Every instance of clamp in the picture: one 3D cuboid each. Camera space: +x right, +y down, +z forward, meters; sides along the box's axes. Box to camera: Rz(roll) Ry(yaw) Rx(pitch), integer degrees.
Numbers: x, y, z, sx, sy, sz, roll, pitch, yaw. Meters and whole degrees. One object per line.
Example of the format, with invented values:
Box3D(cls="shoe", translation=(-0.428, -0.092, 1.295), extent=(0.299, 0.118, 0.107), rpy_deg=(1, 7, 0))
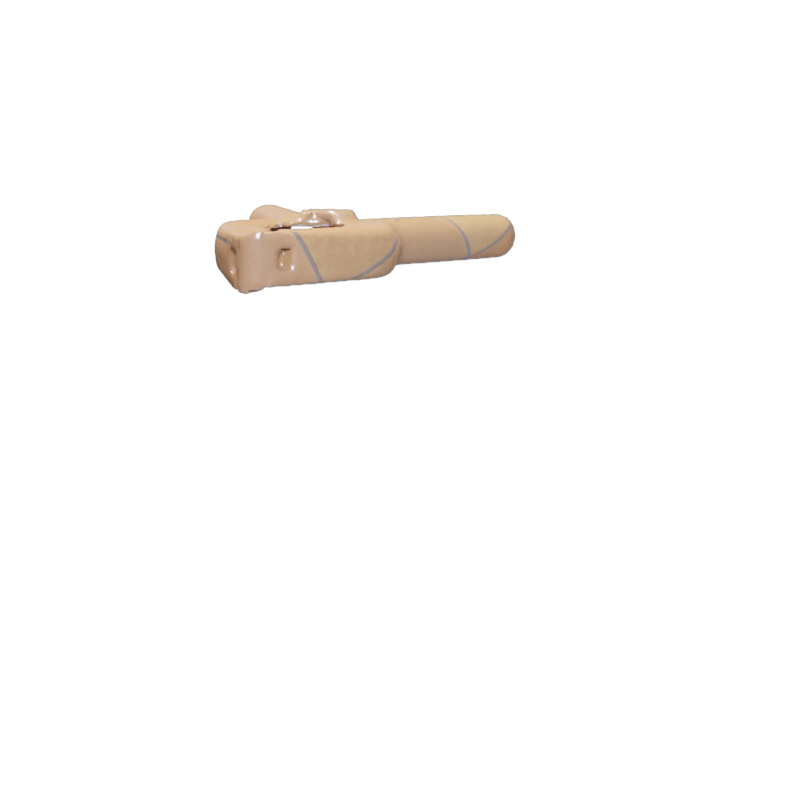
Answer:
Box3D(cls="clamp", translation=(-0.046, -0.085, 0.594), extent=(0.170, 0.036, 0.207), rpy_deg=(6, 14, 24))
